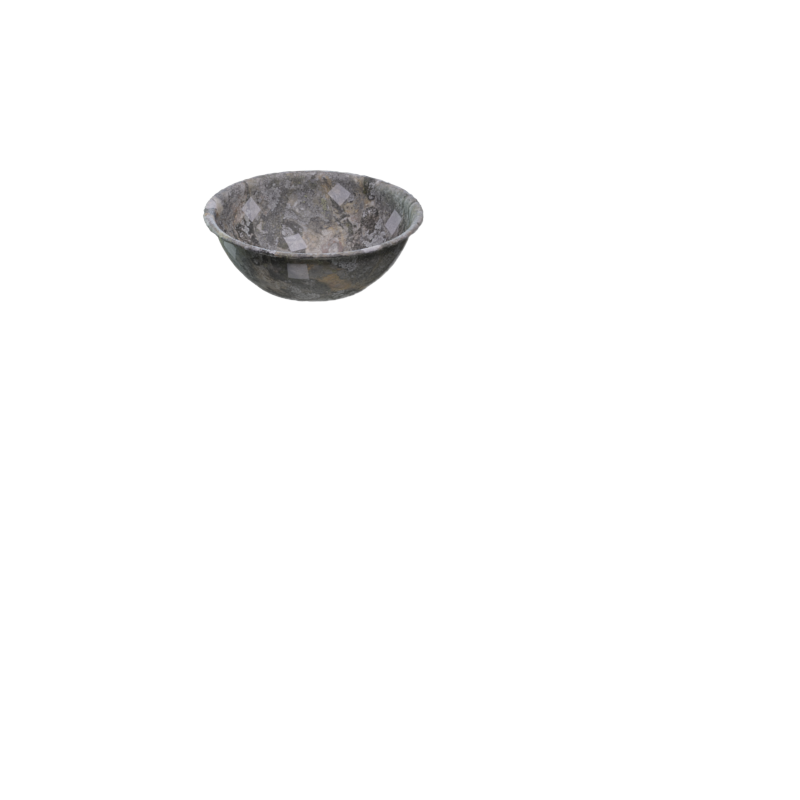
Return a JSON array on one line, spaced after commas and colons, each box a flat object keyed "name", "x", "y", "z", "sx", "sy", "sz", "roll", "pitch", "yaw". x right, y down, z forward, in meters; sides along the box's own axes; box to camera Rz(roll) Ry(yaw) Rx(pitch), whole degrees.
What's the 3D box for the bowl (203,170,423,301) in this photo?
[{"name": "bowl", "x": -0.064, "y": -0.118, "z": 0.823, "sx": 0.162, "sy": 0.052, "sz": 0.172, "roll": -1, "pitch": 30, "yaw": -2}]
